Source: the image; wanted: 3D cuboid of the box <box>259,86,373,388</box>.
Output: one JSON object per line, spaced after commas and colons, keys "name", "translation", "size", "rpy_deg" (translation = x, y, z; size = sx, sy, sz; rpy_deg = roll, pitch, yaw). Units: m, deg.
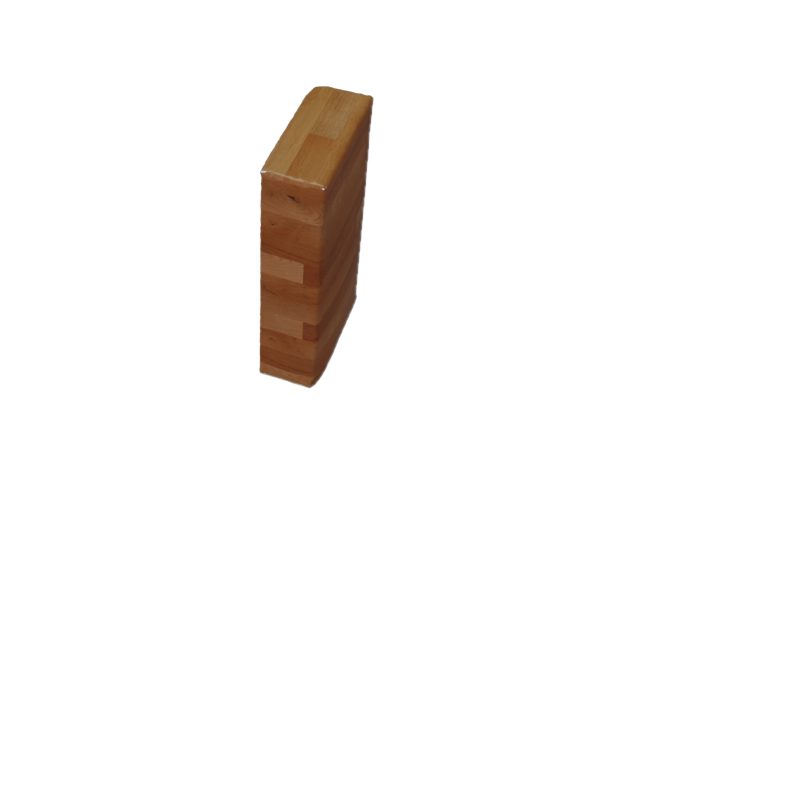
{"name": "box", "translation": [-0.054, -0.099, 0.693], "size": [0.049, 0.098, 0.164], "rpy_deg": [14, -42, 9]}
